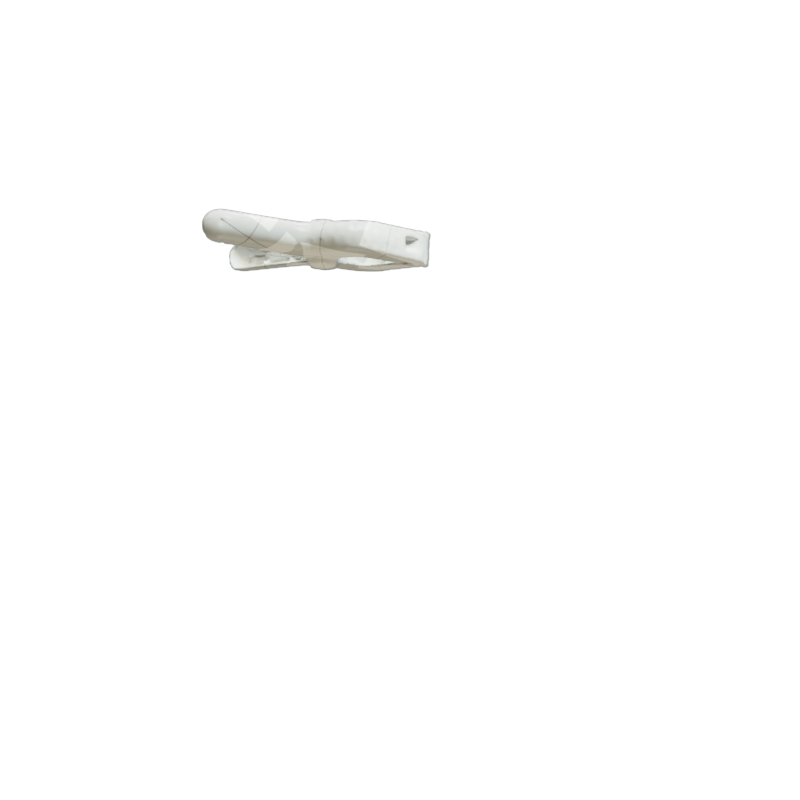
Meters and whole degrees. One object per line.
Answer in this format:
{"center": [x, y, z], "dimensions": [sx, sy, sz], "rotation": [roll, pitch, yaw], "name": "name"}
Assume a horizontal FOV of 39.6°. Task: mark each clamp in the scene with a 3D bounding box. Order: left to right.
{"center": [-0.066, -0.120, 0.844], "dimensions": [0.174, 0.040, 0.117], "rotation": [0, -1, 14], "name": "clamp"}
